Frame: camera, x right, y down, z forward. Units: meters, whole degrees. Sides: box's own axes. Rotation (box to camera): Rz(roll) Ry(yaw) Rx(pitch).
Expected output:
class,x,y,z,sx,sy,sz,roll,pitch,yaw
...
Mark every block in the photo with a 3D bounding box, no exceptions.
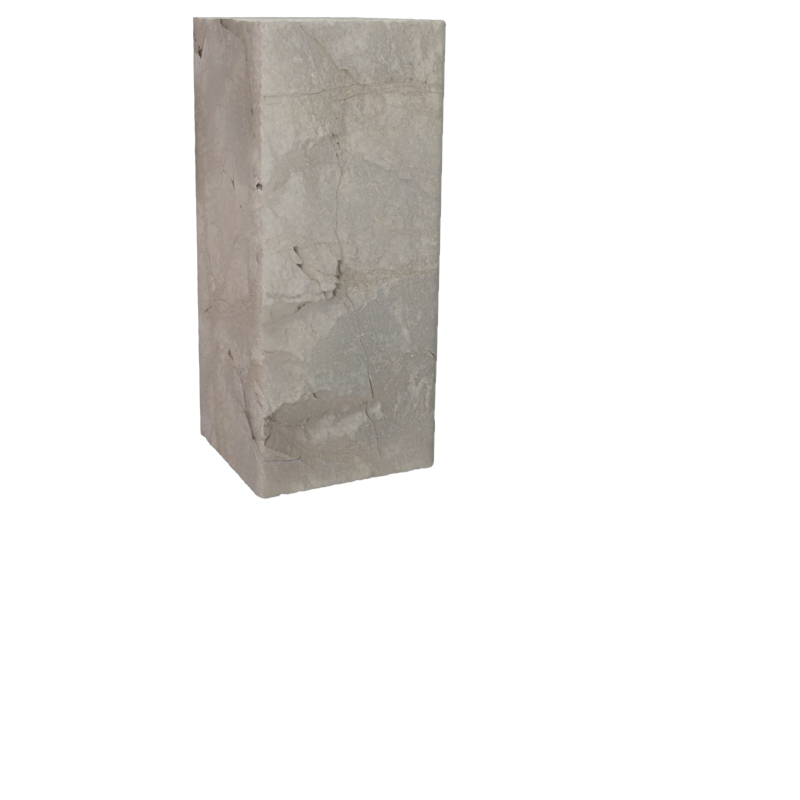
class,x,y,z,sx,sy,sz,roll,pitch,yaw
block,-0.041,-0.074,0.520,0.088,0.200,0.095,-6,16,-26
